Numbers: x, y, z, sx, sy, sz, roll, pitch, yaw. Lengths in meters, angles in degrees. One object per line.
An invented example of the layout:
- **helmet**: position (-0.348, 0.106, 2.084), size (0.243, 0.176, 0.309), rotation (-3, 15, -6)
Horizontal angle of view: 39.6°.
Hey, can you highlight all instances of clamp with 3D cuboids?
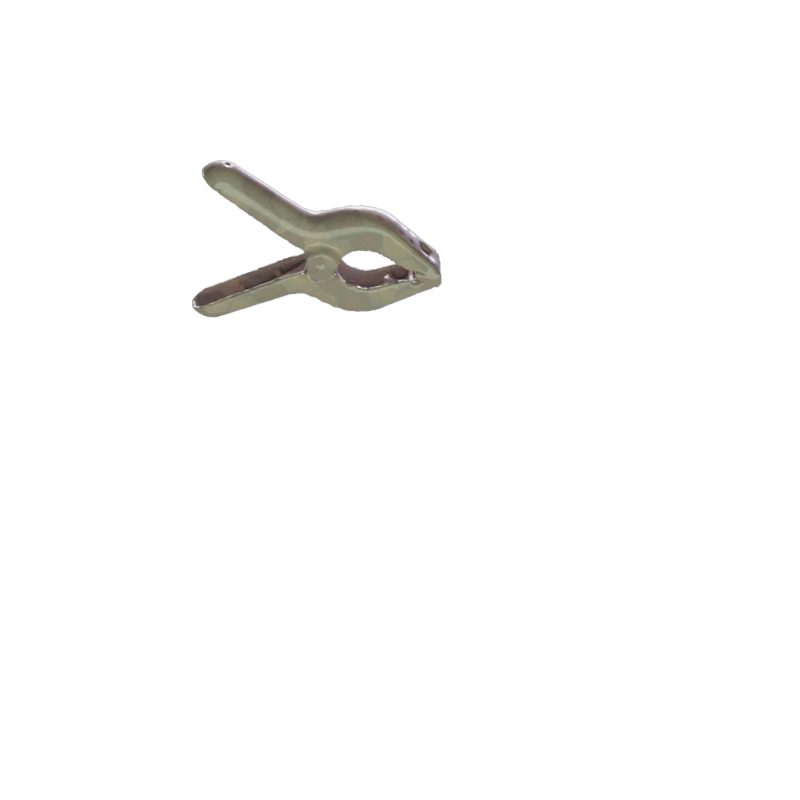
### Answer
- **clamp**: position (-0.058, -0.105, 0.735), size (0.171, 0.112, 0.042), rotation (-1, 44, 0)
